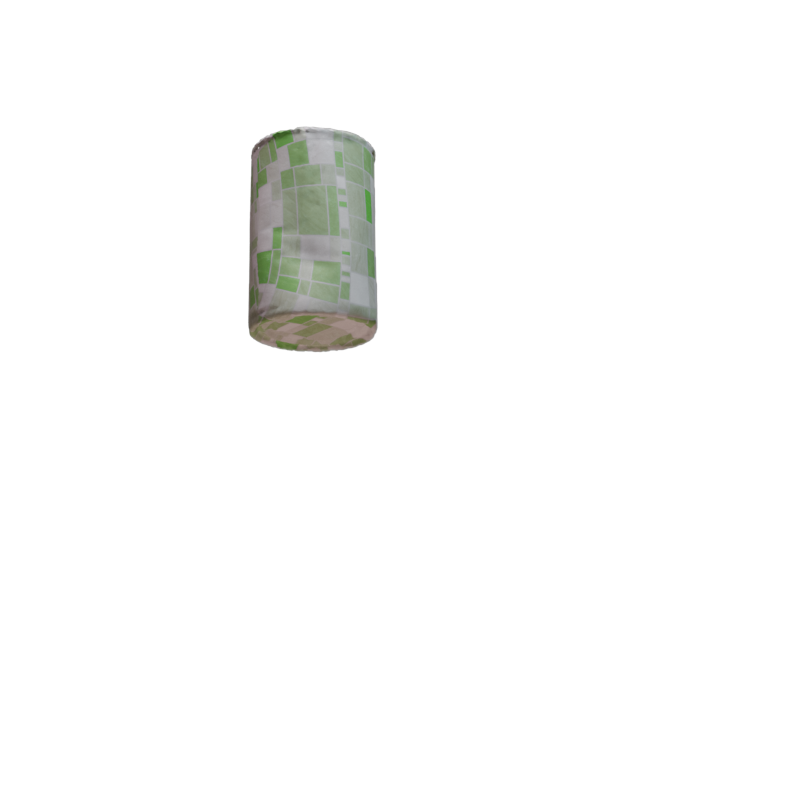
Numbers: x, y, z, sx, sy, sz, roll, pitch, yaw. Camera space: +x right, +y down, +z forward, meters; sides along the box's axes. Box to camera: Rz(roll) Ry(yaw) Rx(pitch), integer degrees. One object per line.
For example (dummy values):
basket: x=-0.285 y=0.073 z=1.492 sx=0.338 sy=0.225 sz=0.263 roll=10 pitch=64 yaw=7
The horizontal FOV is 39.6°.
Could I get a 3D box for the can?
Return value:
can: x=-0.046 y=-0.083 z=0.583 sx=0.068 sy=0.107 sz=0.065 roll=0 pitch=-19 yaw=-2
